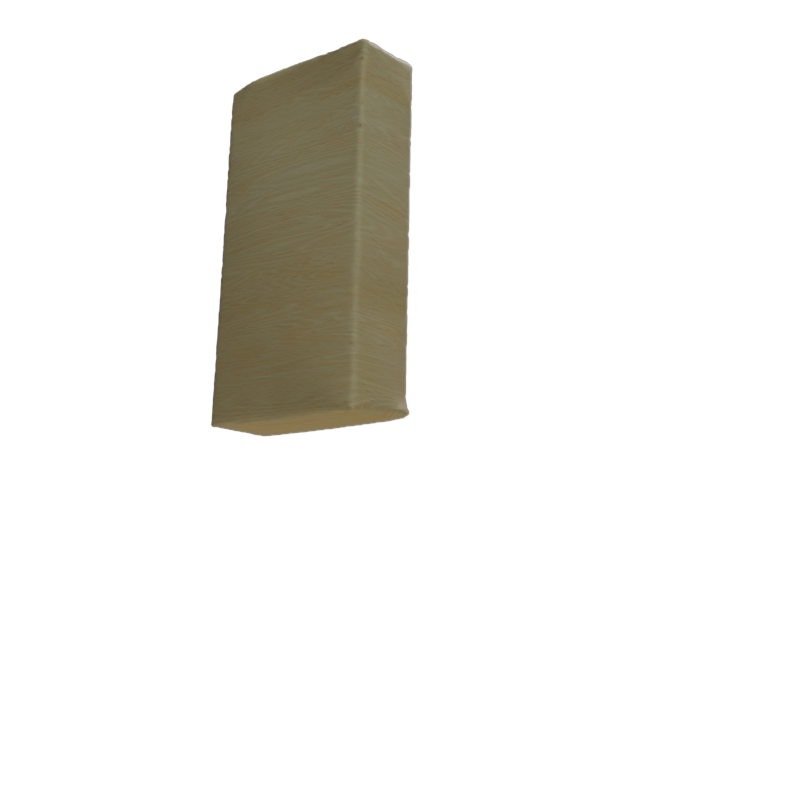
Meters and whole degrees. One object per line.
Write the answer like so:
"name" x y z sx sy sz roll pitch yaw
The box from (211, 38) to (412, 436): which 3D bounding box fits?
"box" -0.042 -0.076 0.531 0.095 0.183 0.045 -13 -19 38
